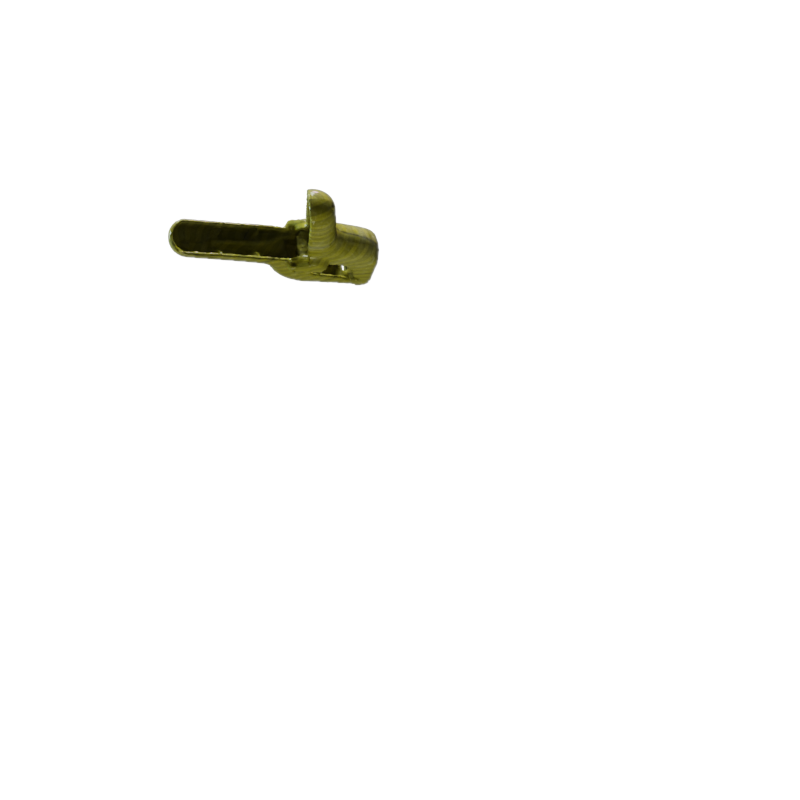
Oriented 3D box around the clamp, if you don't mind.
[{"bbox_3d":[-0.059,-0.108,0.756,0.124,0.040,0.163,-2,-3,37],"label":"clamp"}]
